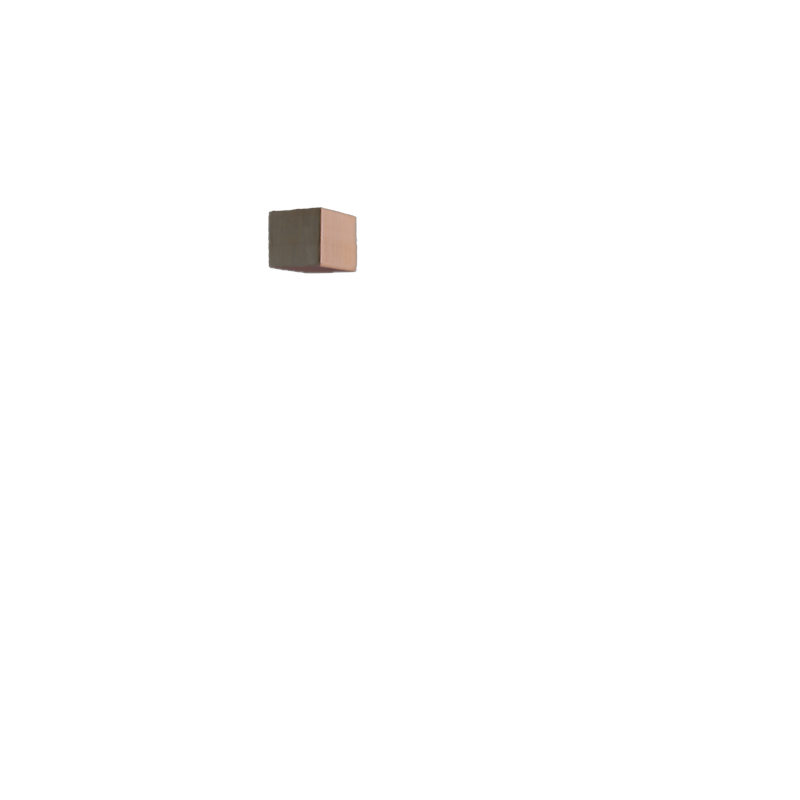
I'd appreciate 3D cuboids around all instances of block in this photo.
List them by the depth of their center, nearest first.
[{"bbox_3d":[-0.077,-0.141,0.984,0.054,0.052,0.075,-1,0,23],"label":"block"}]
